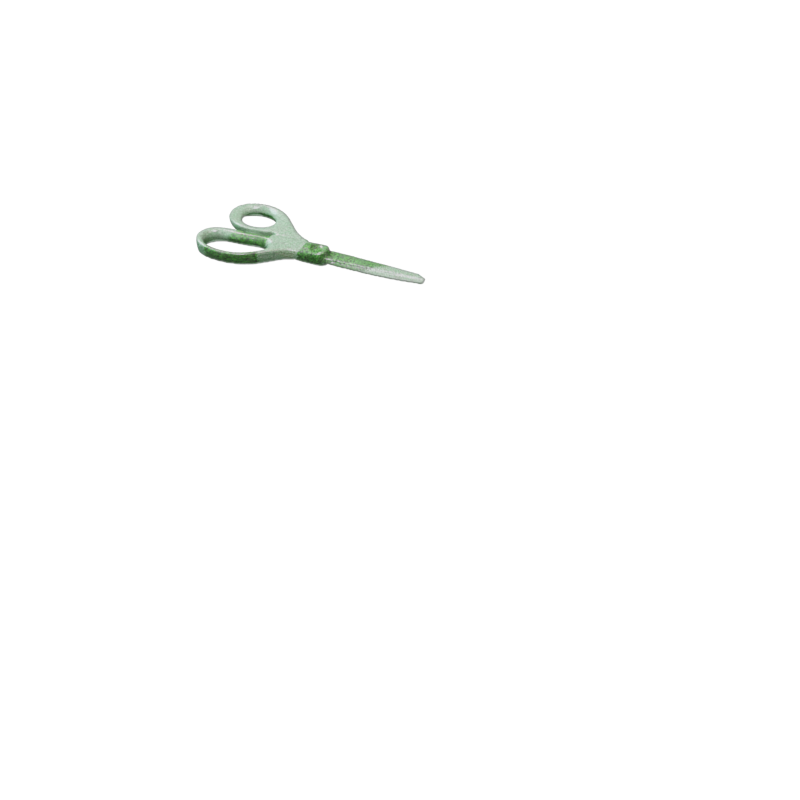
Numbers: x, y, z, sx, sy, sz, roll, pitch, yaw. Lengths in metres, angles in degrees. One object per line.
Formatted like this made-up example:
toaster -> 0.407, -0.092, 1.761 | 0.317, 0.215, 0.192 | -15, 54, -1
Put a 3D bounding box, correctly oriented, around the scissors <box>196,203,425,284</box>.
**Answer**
scissors -> -0.076, -0.138, 0.969 | 0.204, 0.015, 0.102 | 6, 38, 7
